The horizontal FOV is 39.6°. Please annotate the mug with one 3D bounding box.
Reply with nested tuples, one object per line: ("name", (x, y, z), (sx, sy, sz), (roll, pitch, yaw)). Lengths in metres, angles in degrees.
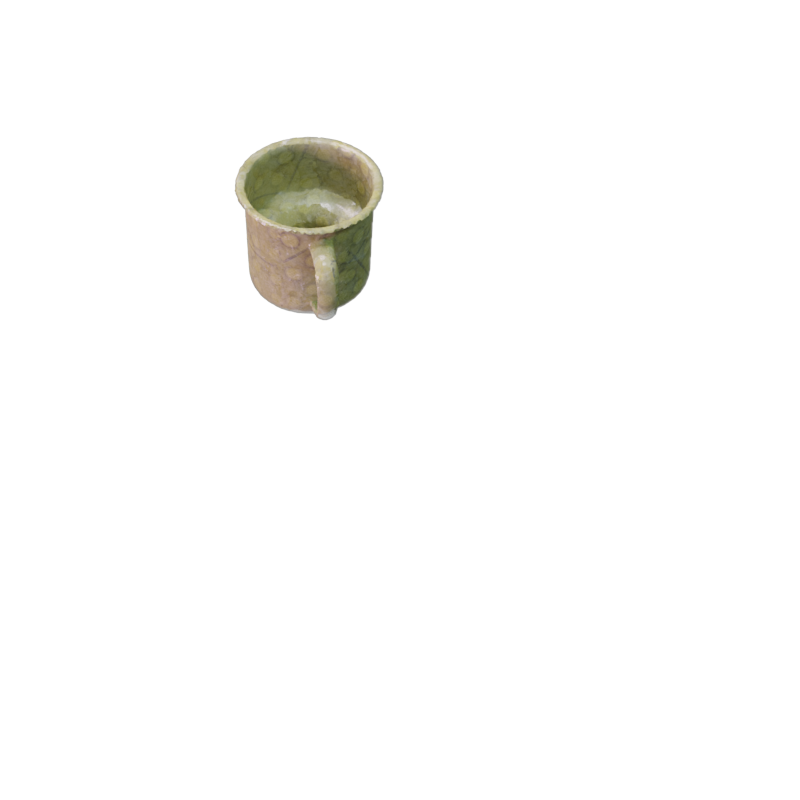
("mug", (-0.056, -0.102, 0.711), (0.092, 0.127, 0.076), (-10, -42, -11))
